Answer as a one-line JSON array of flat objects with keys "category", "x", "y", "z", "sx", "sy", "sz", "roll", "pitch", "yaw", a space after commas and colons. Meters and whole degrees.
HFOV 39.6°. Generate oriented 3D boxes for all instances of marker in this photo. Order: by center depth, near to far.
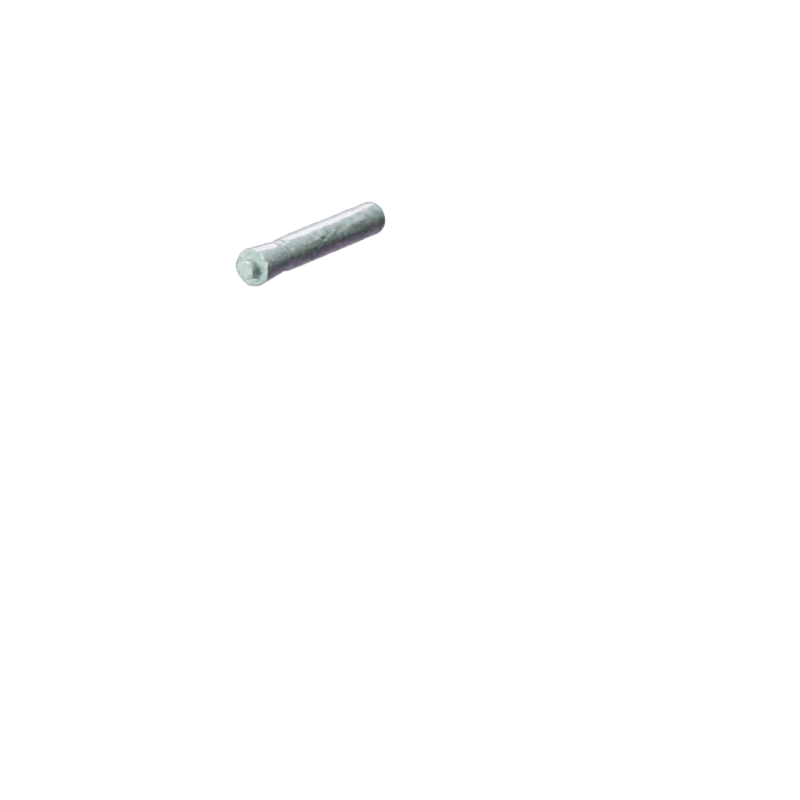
[{"category": "marker", "x": -0.045, "y": -0.081, "z": 0.570, "sx": 0.020, "sy": 0.019, "sz": 0.121, "roll": 2, "pitch": 21, "yaw": 30}]
